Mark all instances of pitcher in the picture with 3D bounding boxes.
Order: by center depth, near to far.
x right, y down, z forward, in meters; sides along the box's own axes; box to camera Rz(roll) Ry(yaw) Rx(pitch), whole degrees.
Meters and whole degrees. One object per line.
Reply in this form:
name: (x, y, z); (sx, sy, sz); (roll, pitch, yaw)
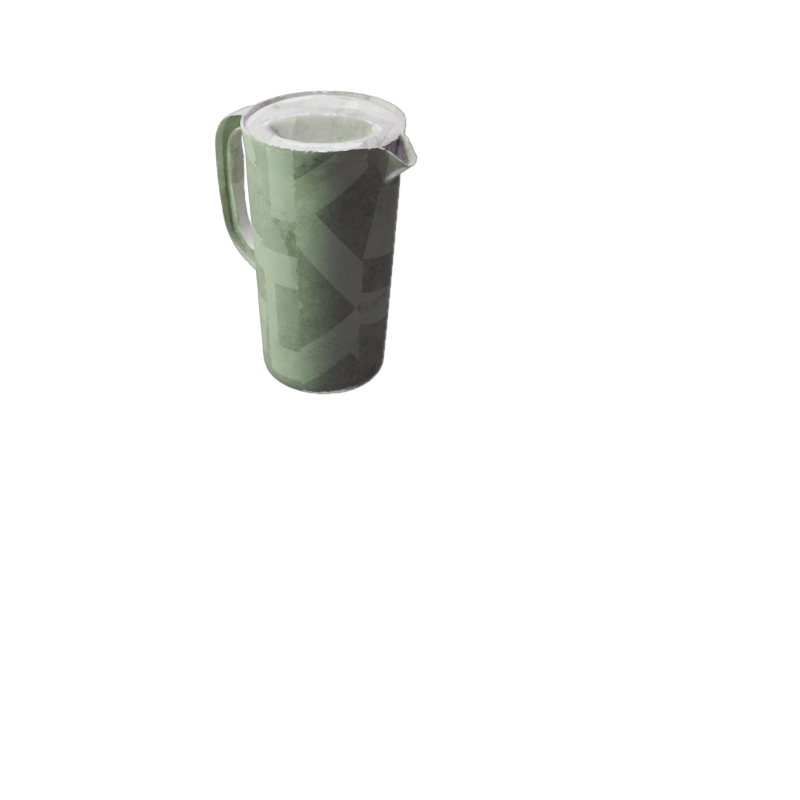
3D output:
pitcher: (-0.074, -0.135, 0.943); (0.143, 0.229, 0.160); (-6, 32, -14)
